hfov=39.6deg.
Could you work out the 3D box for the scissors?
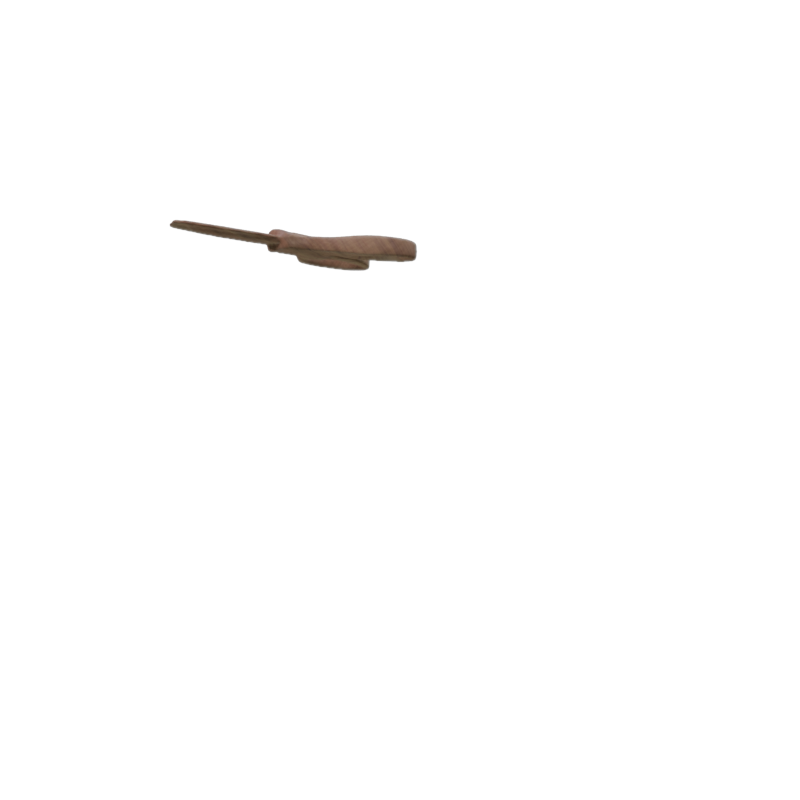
[{"bbox_3d":[-0.058,-0.106,0.740,0.099,0.016,0.194,0,-1,24],"label":"scissors"}]
